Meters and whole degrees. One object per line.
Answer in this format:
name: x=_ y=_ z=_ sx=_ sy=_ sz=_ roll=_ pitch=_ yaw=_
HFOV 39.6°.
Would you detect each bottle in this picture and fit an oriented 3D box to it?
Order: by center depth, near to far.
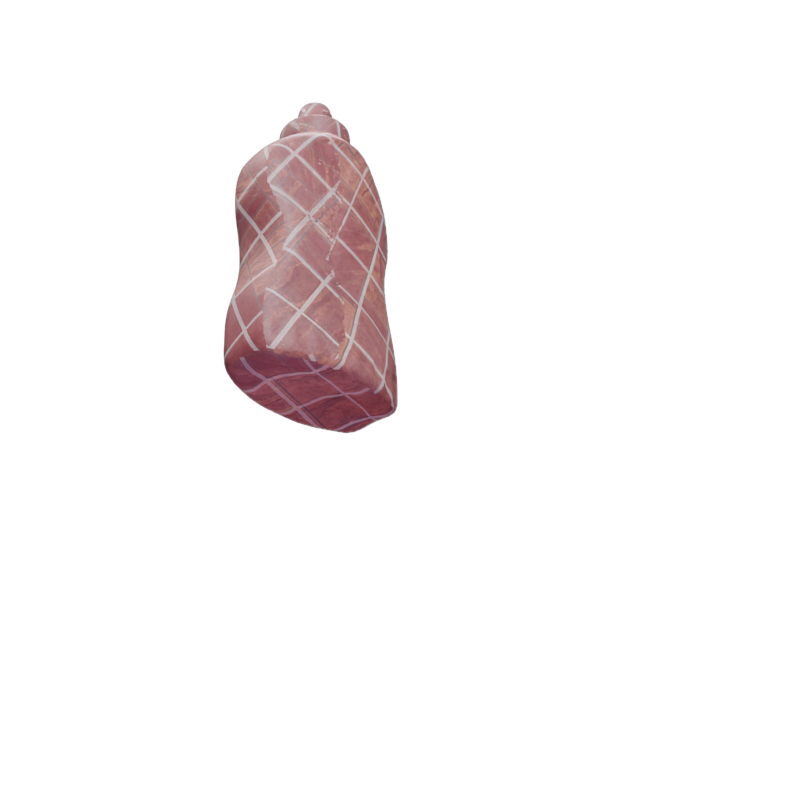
bottle: x=-0.046 y=-0.085 z=0.596 sx=0.090 sy=0.205 sz=0.058 roll=27 pitch=-44 yaw=-36
